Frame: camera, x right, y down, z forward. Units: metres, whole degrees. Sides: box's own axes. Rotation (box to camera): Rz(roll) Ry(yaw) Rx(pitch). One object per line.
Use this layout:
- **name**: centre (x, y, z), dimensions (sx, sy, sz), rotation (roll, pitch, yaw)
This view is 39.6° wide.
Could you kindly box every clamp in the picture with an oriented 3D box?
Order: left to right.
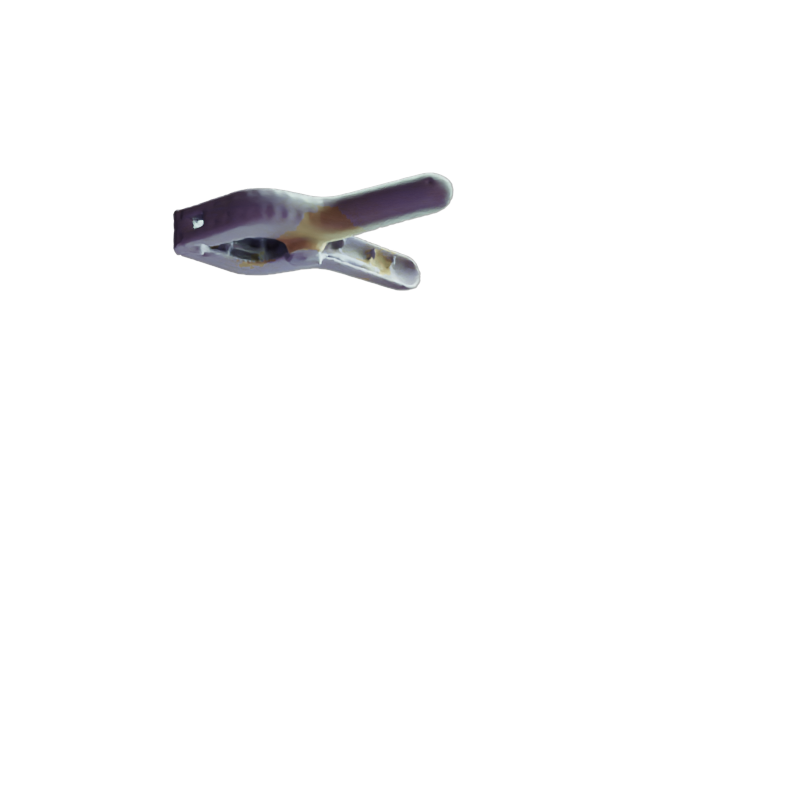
- **clamp**: centre (-0.055, -0.100, 0.702), dimensions (0.172, 0.042, 0.112), rotation (-1, -31, 1)
